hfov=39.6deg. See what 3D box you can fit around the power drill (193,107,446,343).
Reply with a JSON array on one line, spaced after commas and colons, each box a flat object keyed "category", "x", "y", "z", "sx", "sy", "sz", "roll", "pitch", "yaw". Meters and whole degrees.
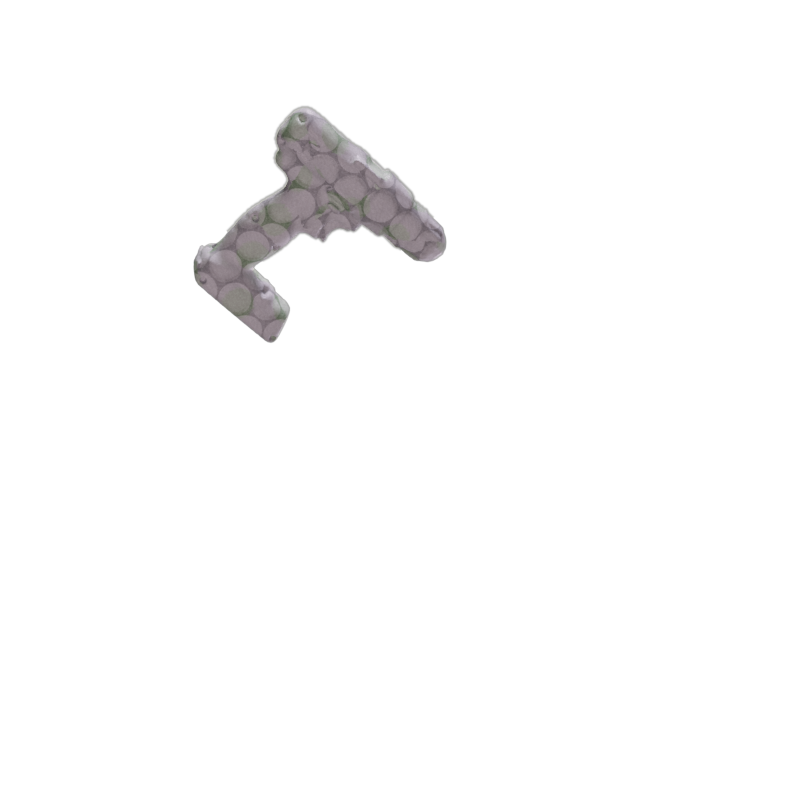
[{"category": "power drill", "x": -0.077, "y": -0.141, "z": 0.987, "sx": 0.178, "sy": 0.185, "sz": 0.060, "roll": 41, "pitch": 15, "yaw": -14}]
